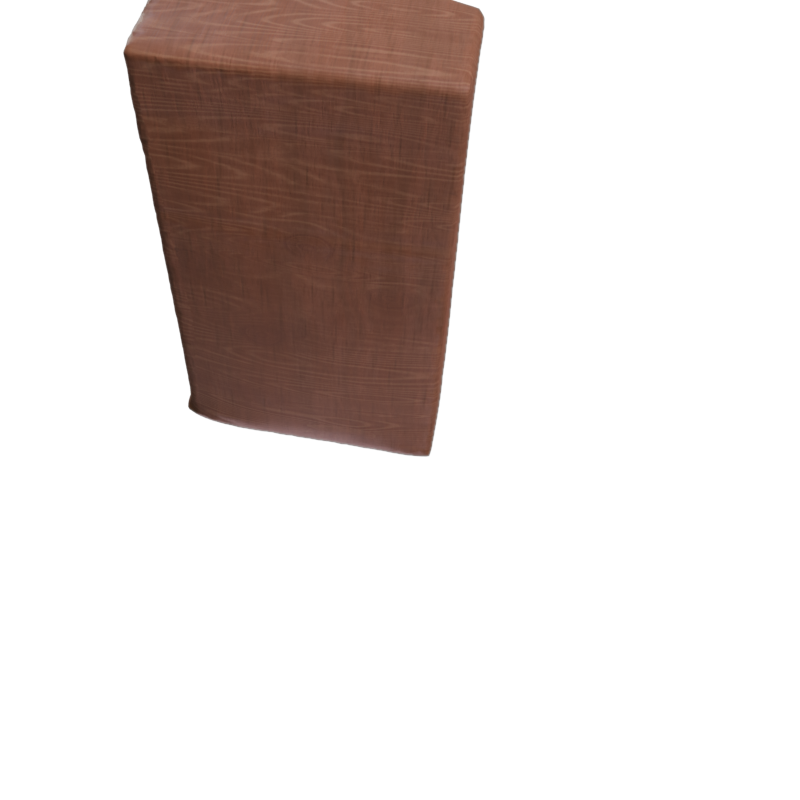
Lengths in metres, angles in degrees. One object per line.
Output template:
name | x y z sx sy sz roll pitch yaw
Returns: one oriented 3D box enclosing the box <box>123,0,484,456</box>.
box | -0.028 -0.051 0.356 0.094 0.051 0.164 10 -39 5
